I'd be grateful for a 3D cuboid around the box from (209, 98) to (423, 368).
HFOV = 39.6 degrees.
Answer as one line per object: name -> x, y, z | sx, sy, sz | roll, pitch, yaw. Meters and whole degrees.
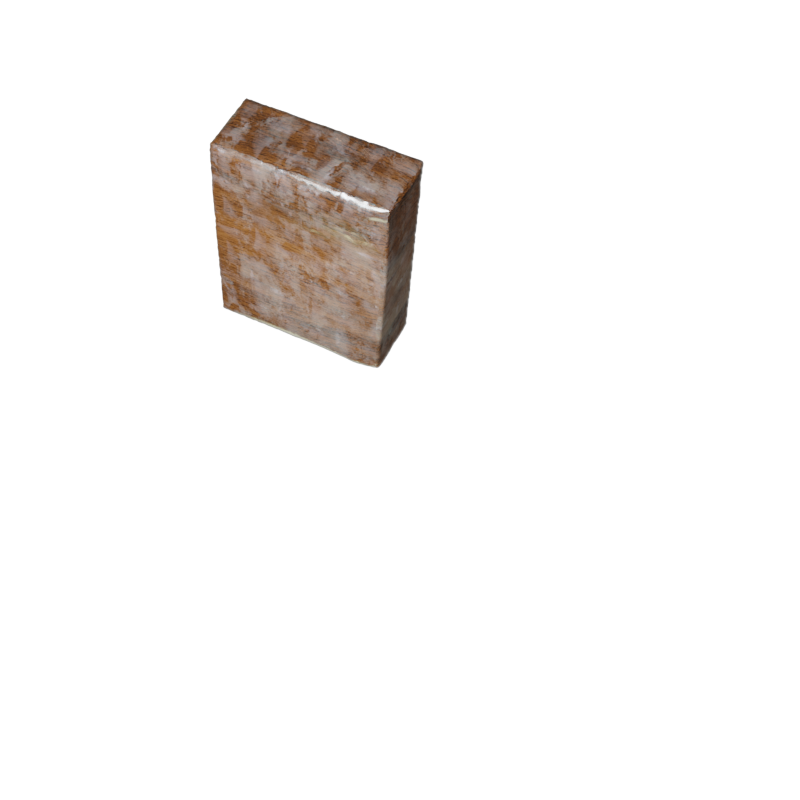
box -> -0.075, -0.136, 0.952 | 0.170, 0.074, 0.200 | 23, -34, 14
